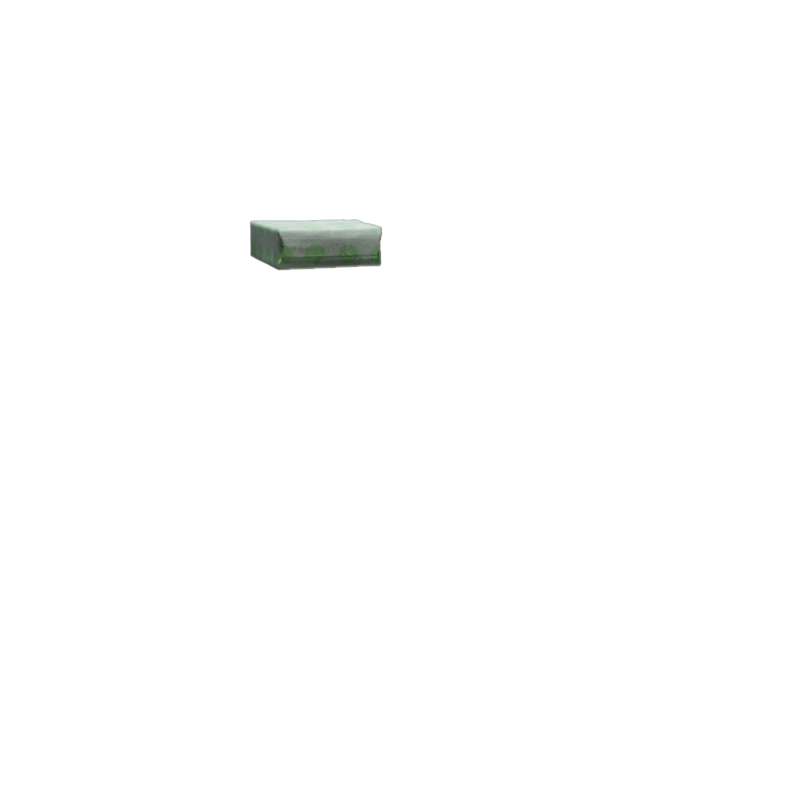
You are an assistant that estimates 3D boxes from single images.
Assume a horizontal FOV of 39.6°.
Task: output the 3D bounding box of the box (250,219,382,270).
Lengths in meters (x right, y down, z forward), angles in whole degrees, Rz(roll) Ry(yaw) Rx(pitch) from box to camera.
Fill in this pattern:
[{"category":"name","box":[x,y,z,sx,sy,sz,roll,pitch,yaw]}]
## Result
[{"category":"box","box":[-0.061,-0.110,0.774,0.072,0.030,0.093,-4,12,-17]}]
